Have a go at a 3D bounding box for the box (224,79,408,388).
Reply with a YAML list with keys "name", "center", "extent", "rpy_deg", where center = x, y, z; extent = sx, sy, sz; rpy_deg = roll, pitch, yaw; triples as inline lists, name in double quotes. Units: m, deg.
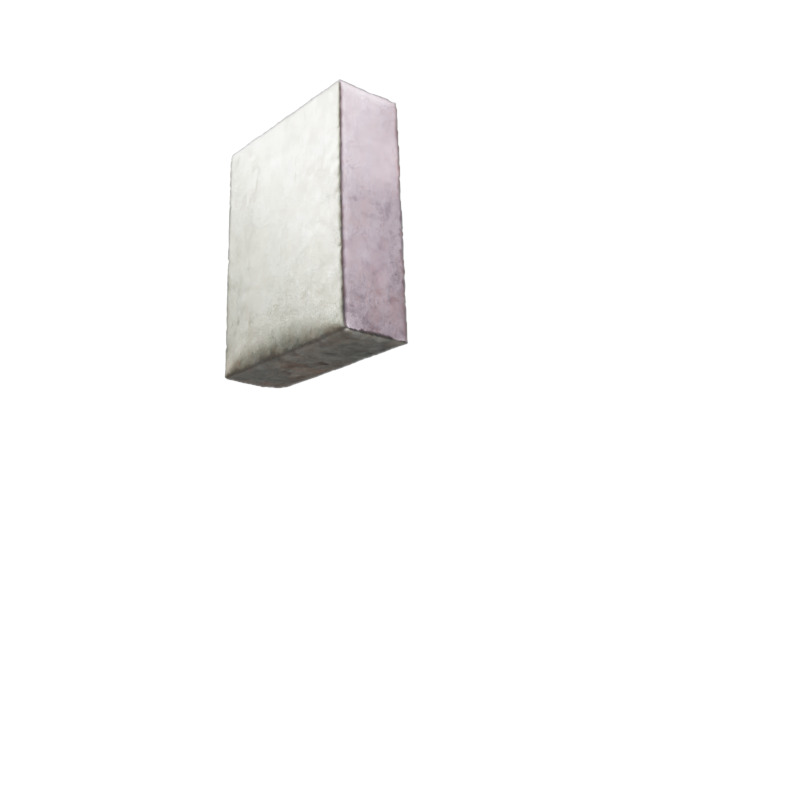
- name: "box"
  center: [-0.072, -0.131, 0.921]
  extent: [0.068, 0.225, 0.165]
  rpy_deg: [16, -27, -37]
